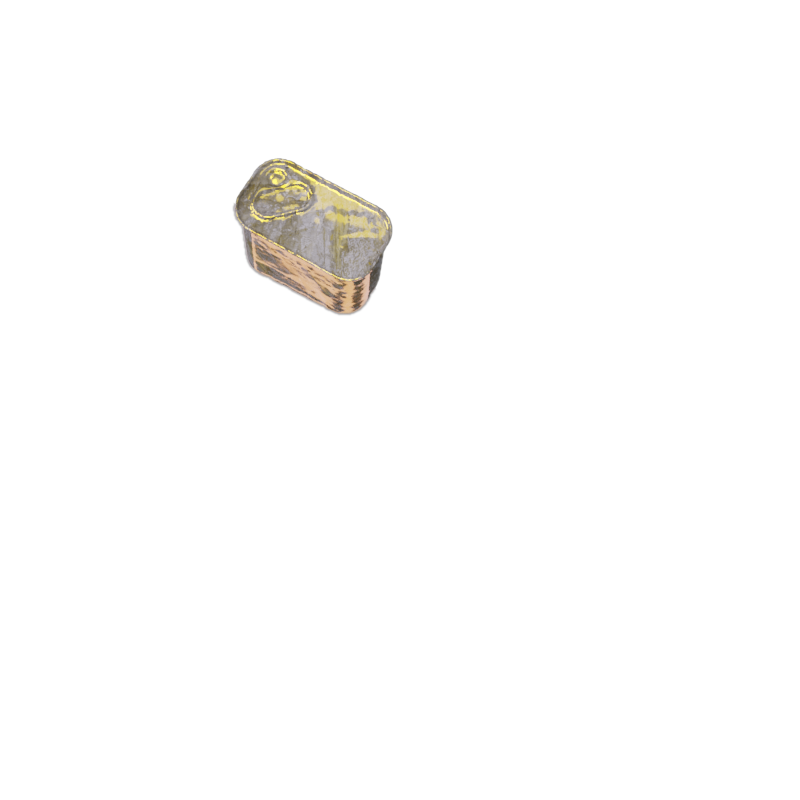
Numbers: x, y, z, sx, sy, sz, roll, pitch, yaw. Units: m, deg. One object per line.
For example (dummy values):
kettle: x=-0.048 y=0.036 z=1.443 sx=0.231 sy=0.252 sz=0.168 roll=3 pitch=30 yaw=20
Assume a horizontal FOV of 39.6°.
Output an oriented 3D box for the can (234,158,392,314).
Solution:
can: x=-0.059 y=-0.108 z=0.758 sx=0.104 sy=0.059 sz=0.080 roll=29 pitch=-16 yaw=8
